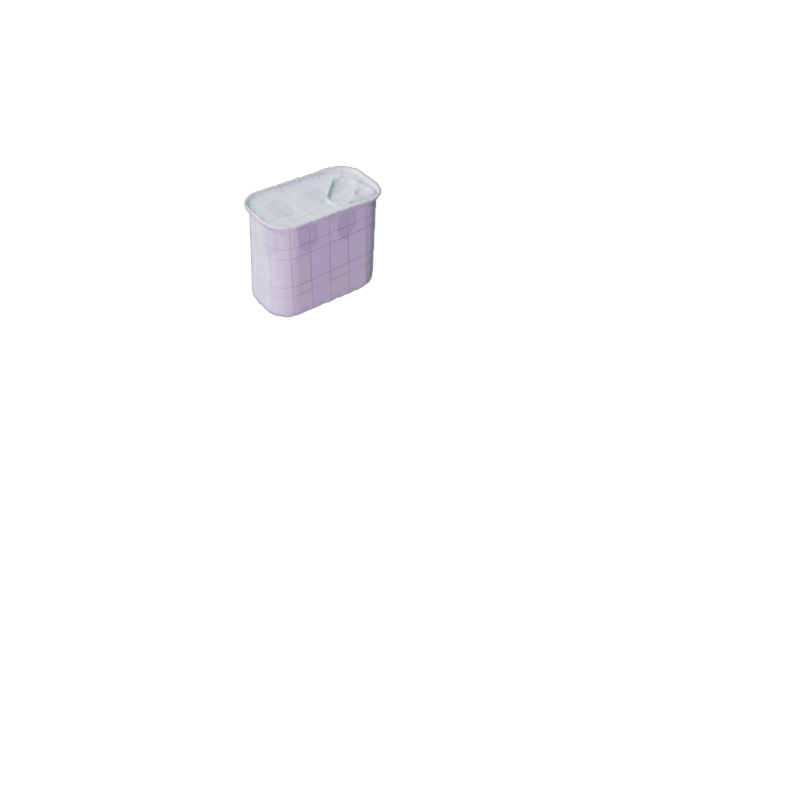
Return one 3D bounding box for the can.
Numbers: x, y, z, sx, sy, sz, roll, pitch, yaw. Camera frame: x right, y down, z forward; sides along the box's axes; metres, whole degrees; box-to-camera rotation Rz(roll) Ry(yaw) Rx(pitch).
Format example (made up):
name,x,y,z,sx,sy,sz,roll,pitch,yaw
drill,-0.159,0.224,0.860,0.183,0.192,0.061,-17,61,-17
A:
name,x,y,z,sx,sy,sz,roll,pitch,yaw
can,-0.066,-0.121,0.845,0.101,0.078,0.062,-24,44,-29
